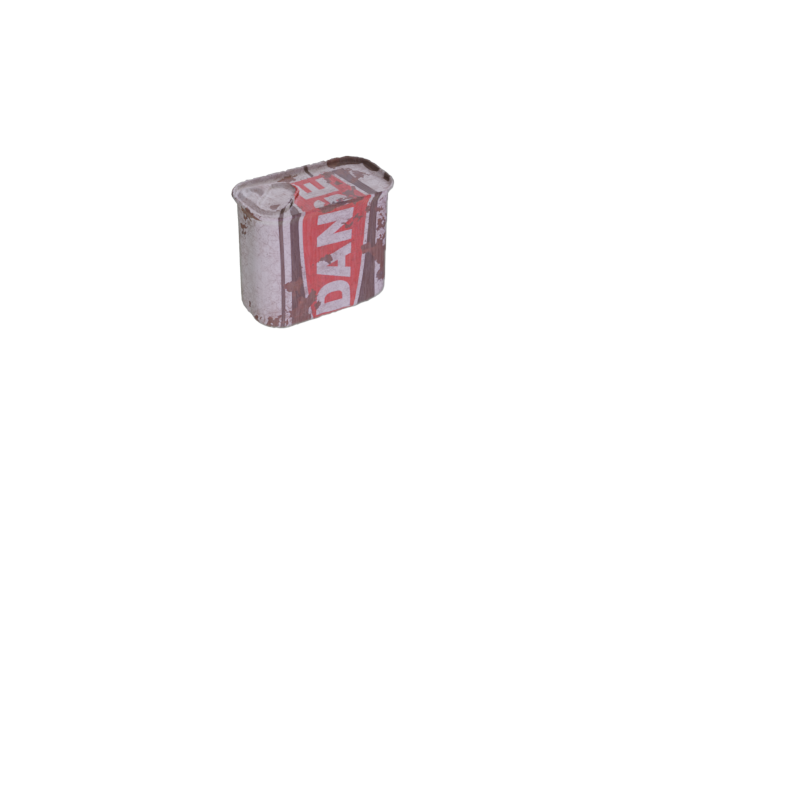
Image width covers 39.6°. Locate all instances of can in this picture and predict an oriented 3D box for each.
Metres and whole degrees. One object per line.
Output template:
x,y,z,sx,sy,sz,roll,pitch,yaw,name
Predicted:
-0.057,-0.103,0.723,0.101,0.079,0.062,-19,39,-26,can
